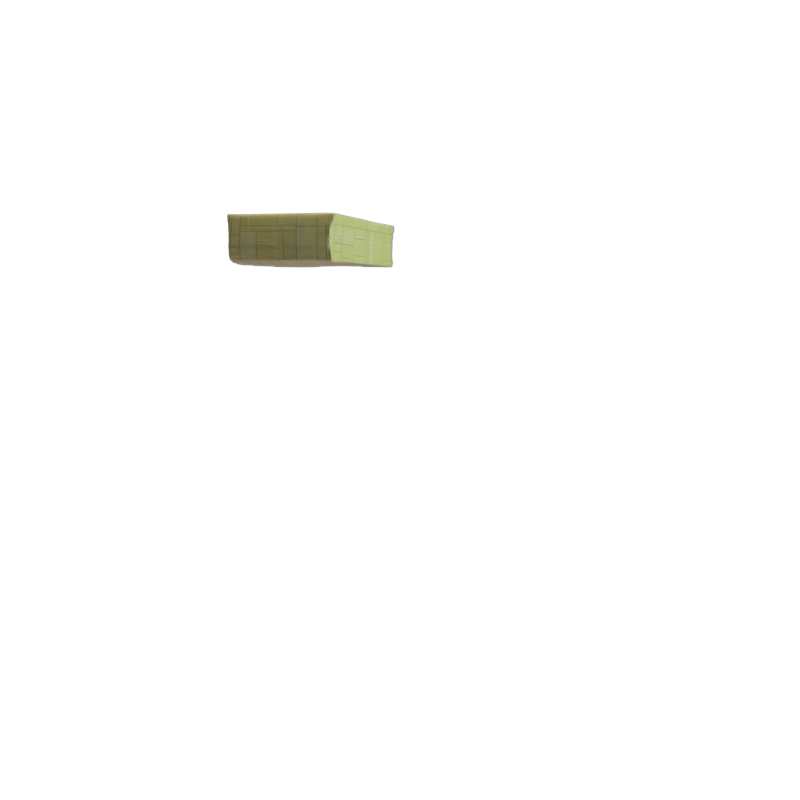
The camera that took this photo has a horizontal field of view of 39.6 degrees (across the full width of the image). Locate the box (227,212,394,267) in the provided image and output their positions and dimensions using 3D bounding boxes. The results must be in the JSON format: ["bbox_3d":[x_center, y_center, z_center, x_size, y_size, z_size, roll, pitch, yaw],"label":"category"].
[{"bbox_3d":[-0.066,-0.121,0.846,0.093,0.039,0.110,2,5,24],"label":"box"}]
